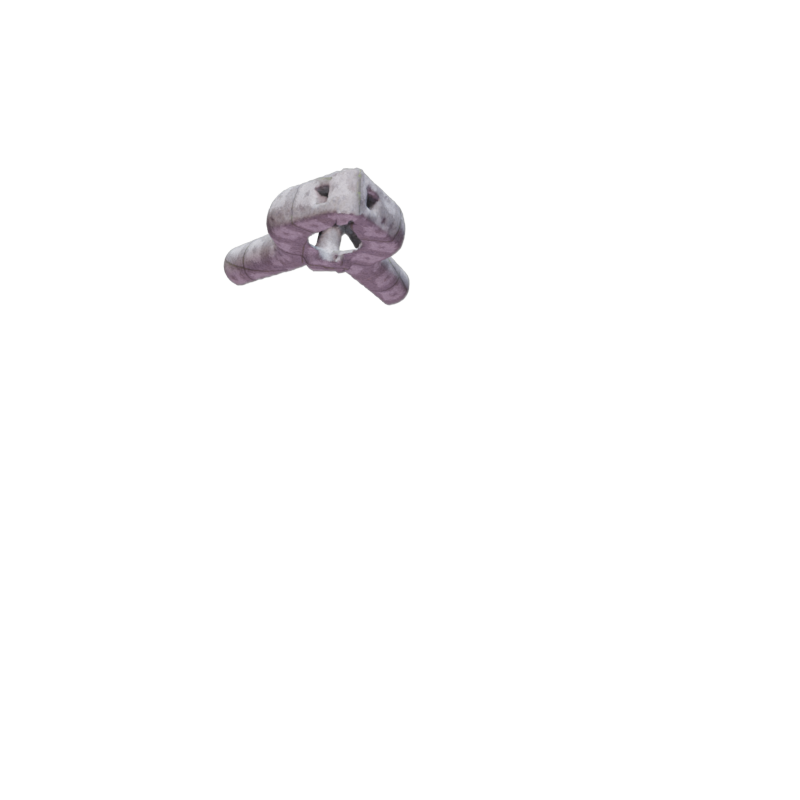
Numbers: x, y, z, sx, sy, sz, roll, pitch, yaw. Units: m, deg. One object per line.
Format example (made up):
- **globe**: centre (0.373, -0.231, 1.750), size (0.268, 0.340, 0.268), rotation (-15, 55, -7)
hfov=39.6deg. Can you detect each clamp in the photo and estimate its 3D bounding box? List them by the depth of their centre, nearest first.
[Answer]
- **clamp**: centre (-0.052, -0.094, 0.659), size (0.120, 0.041, 0.164), rotation (0, -15, -1)
